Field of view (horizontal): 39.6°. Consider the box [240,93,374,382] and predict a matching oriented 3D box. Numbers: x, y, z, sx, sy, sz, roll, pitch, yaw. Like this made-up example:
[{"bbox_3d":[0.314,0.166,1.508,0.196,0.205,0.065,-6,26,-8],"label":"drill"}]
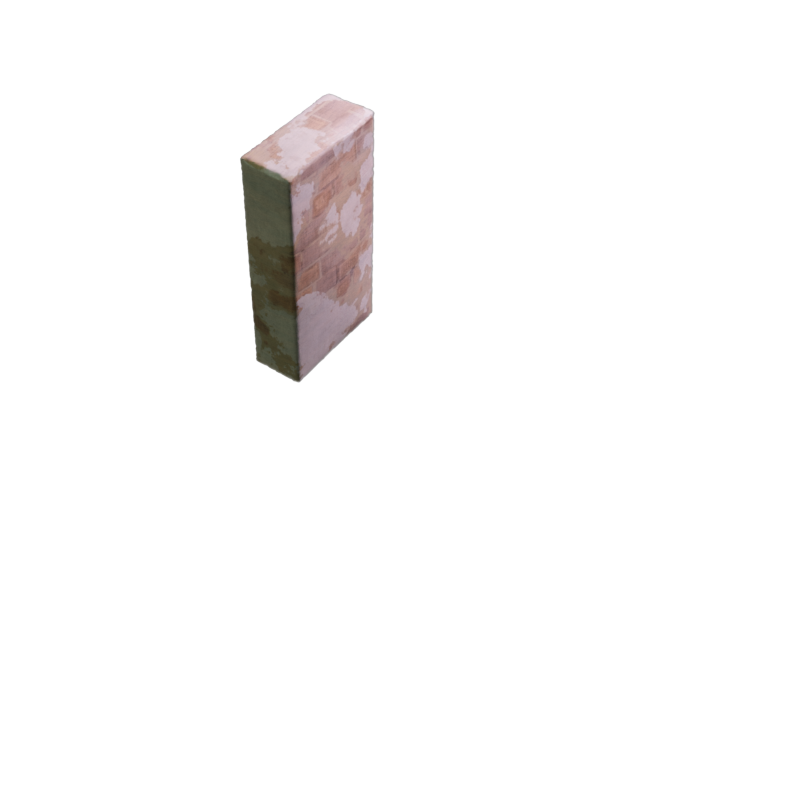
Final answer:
[{"bbox_3d":[-0.058,-0.106,0.742,0.050,0.164,0.095,27,50,21],"label":"box"}]
